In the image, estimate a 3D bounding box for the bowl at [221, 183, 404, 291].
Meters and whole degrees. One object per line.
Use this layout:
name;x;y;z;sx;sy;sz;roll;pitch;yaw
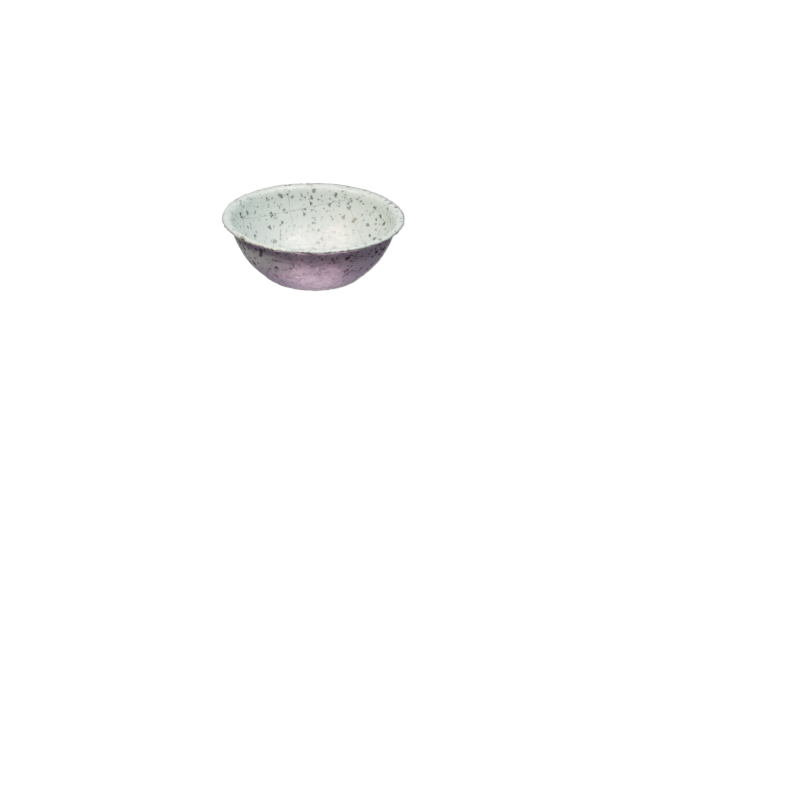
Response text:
bowl;-0.078;-0.142;0.992;0.162;0.052;0.172;-1;30;-2
